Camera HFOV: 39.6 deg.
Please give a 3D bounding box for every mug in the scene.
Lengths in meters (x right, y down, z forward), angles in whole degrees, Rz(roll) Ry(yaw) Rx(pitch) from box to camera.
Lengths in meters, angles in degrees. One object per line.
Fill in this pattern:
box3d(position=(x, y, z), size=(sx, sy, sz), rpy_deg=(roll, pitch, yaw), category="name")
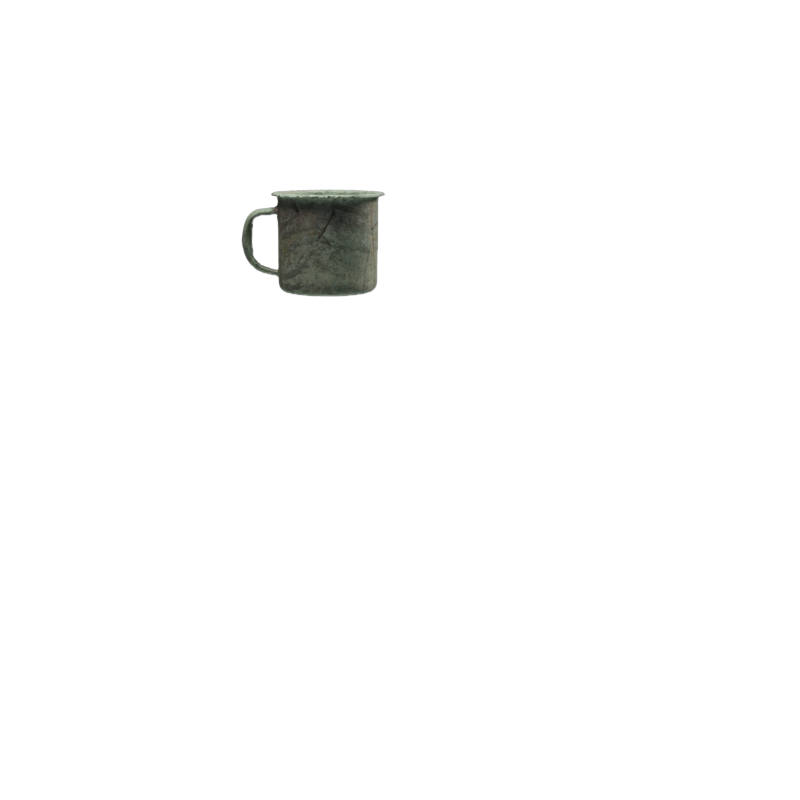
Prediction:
box3d(position=(-0.071, -0.130, 0.909), size=(0.116, 0.080, 0.096), rpy_deg=(-1, 10, -6), category="mug")
